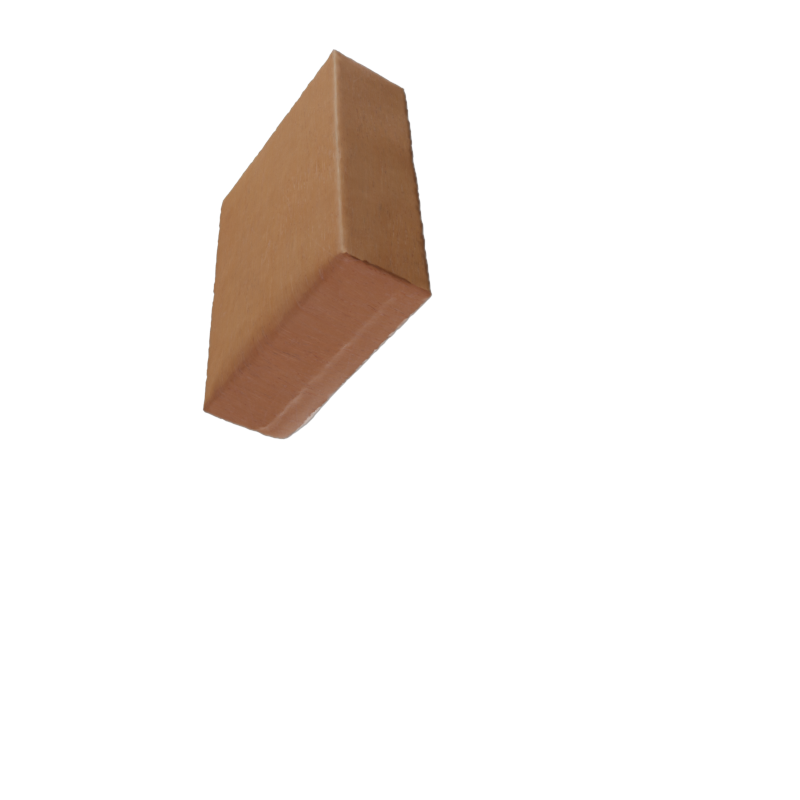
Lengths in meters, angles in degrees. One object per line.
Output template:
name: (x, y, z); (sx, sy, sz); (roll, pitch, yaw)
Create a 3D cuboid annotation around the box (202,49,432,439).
box: (-0.058, -0.106, 0.744); (0.068, 0.230, 0.160); (25, -51, -26)
